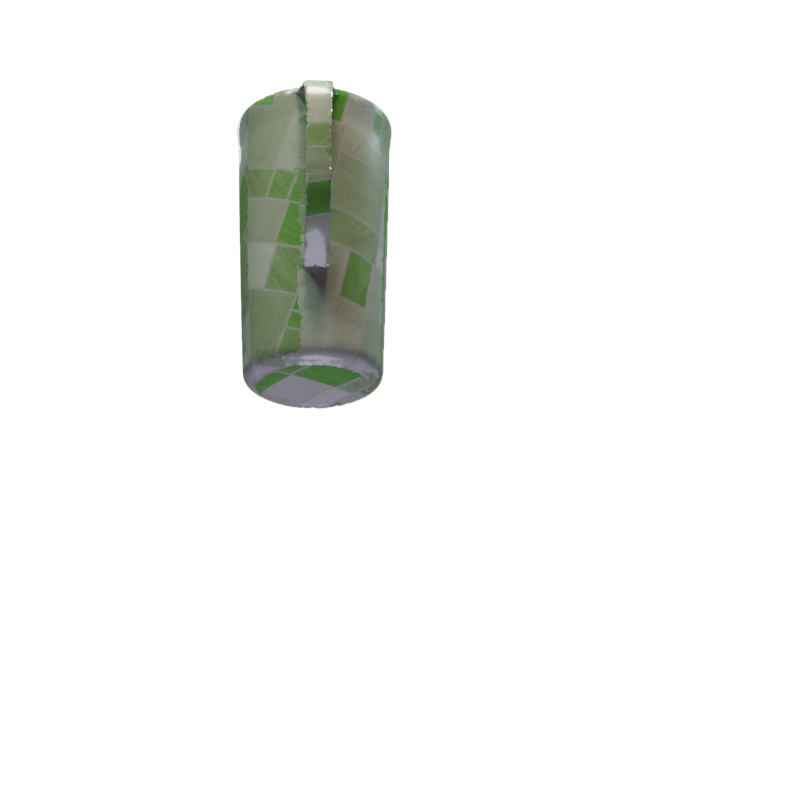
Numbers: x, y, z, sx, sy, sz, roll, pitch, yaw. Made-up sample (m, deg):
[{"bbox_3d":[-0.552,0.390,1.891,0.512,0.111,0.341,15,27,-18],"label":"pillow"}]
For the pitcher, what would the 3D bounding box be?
[{"bbox_3d":[-0.070,-0.128,0.893,0.146,0.258,0.139,-22,-33,34],"label":"pitcher"}]
